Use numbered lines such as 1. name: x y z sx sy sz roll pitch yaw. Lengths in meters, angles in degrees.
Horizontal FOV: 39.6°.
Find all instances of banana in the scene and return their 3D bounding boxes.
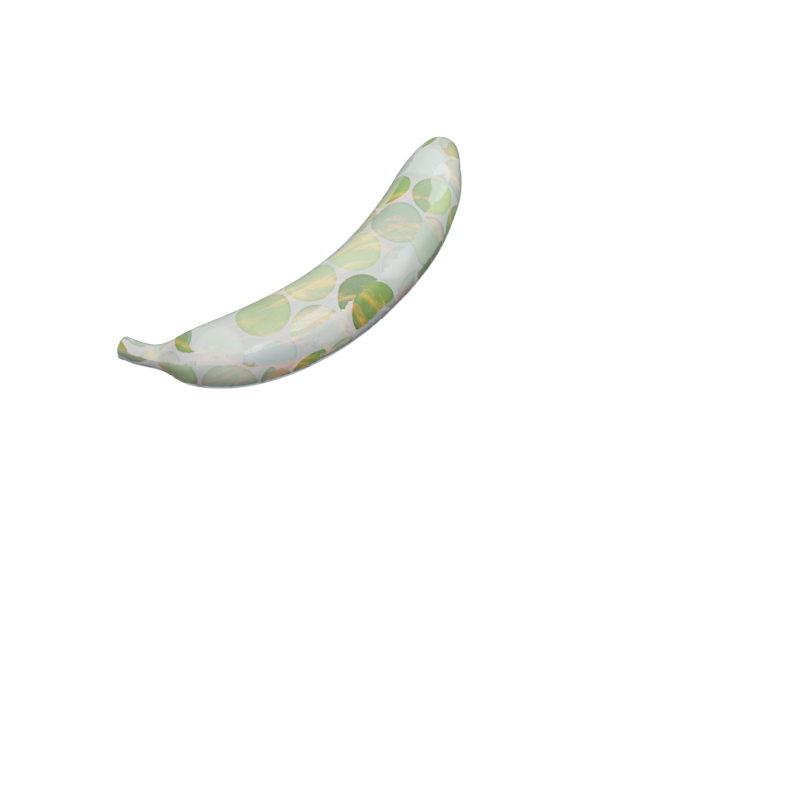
1. banana: -0.032 -0.059 0.510 0.199 0.074 0.034 -35 -26 -21
